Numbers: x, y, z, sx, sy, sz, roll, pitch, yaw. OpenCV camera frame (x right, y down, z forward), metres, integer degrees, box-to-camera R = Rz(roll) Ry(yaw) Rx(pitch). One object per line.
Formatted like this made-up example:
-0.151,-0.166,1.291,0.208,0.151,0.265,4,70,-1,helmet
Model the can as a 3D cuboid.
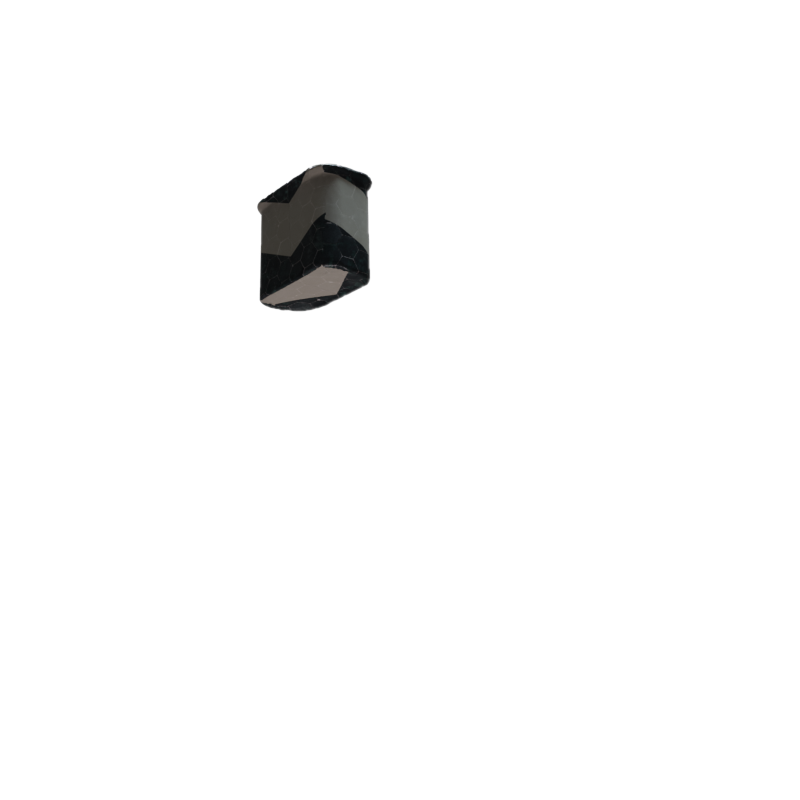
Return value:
-0.067,-0.122,0.857,0.054,0.088,0.102,16,-26,-36,can
